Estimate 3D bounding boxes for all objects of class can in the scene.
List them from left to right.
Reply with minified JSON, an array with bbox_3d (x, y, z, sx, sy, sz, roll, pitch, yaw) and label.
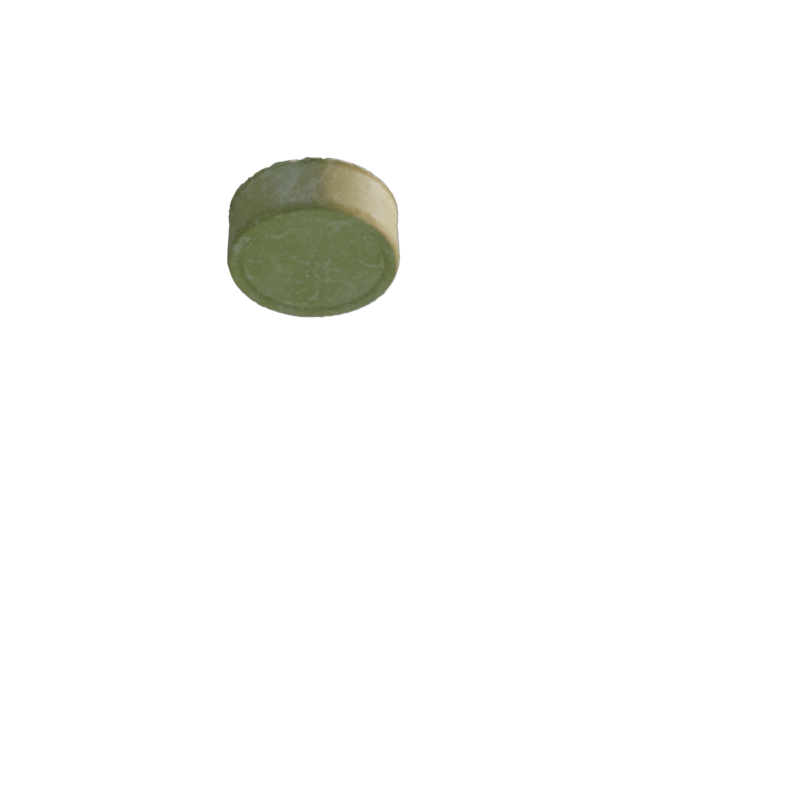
[{"bbox_3d":[-0.043,-0.078,0.548,0.086,0.036,0.080,1,-36,-2],"label":"can"}]
